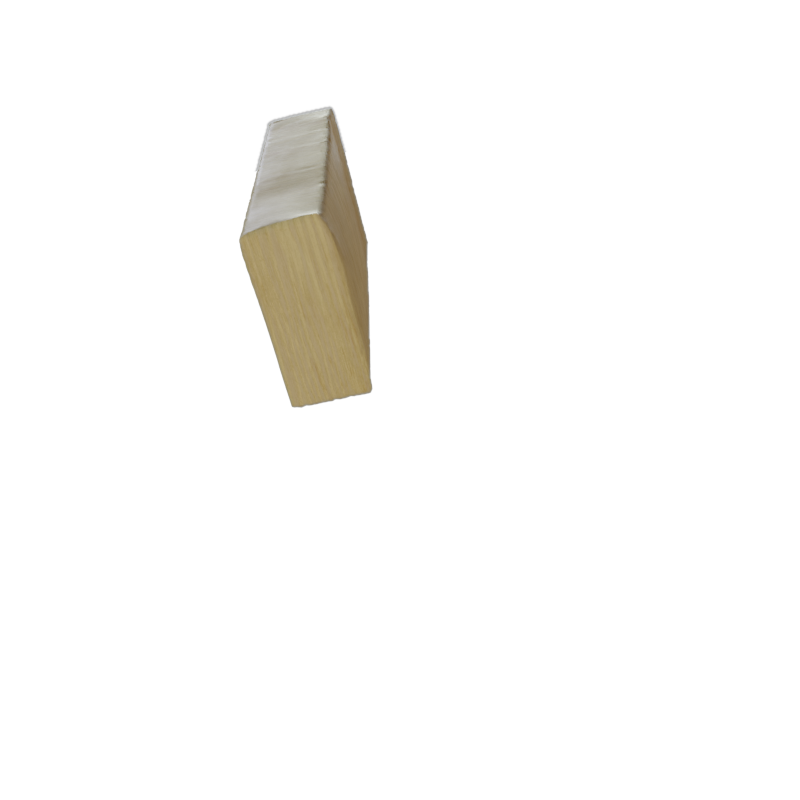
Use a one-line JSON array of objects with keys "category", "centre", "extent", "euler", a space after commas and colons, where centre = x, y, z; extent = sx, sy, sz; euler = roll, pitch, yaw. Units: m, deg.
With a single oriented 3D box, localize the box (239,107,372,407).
[{"category": "box", "centre": [-0.046, -0.083, 0.580], "extent": [0.048, 0.088, 0.186], "euler": [-14, 27, 3]}]
